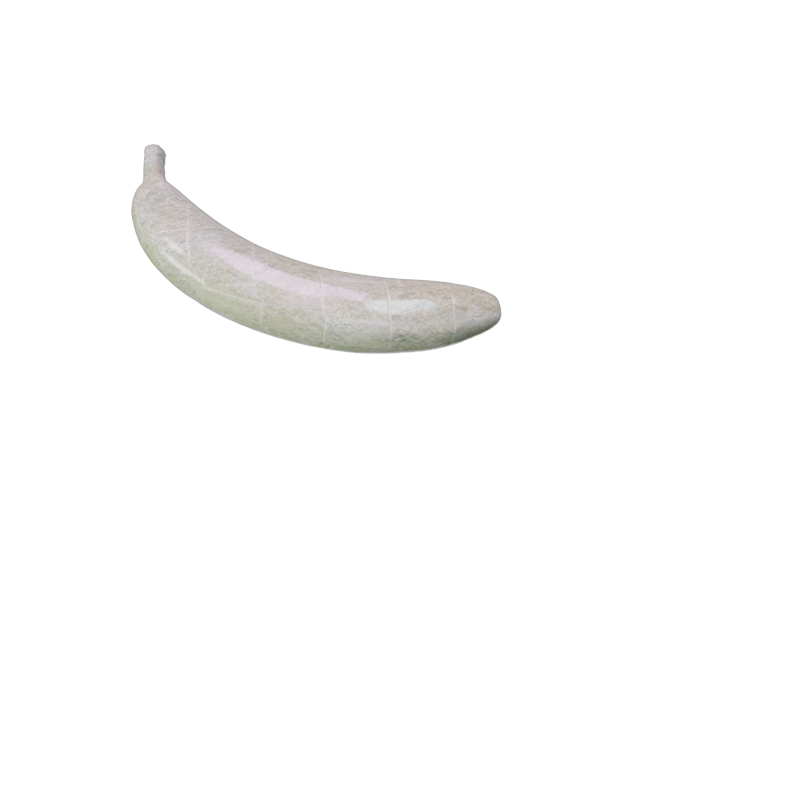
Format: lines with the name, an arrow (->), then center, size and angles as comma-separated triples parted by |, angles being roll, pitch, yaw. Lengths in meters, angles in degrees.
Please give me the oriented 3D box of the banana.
banana -> -0.053, -0.062, 0.525 | 0.203, 0.071, 0.035 | 26, -21, 11
